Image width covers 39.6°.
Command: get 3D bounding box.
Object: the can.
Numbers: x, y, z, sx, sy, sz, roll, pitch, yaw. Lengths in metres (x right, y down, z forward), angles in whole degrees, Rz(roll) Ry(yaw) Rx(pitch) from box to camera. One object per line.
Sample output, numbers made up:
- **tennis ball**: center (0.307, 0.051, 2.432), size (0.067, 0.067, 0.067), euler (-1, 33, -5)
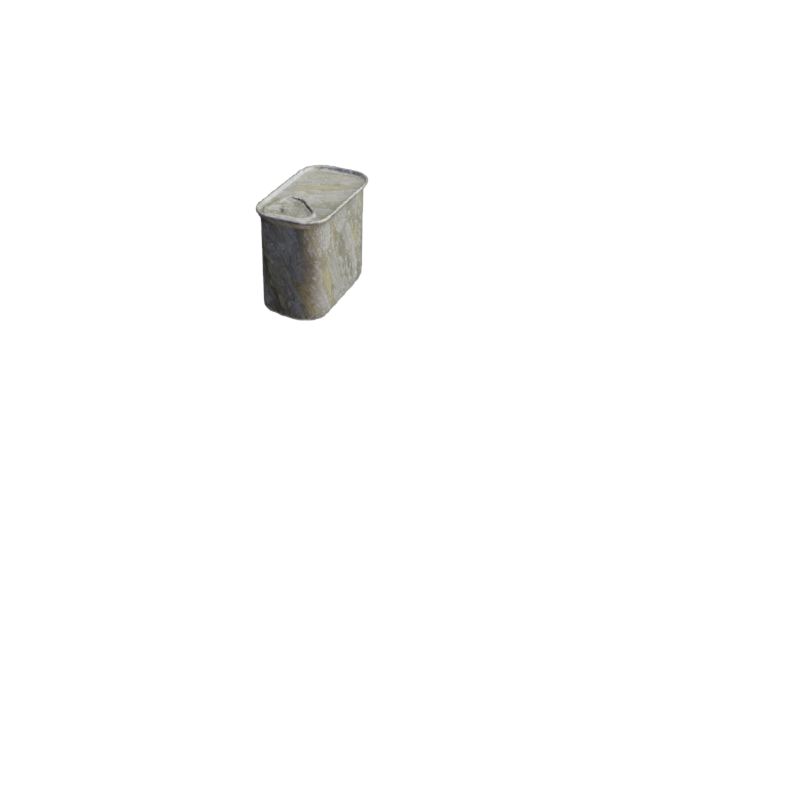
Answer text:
- **can**: center (-0.066, -0.120, 0.841), size (0.060, 0.079, 0.104), euler (13, 33, 19)
